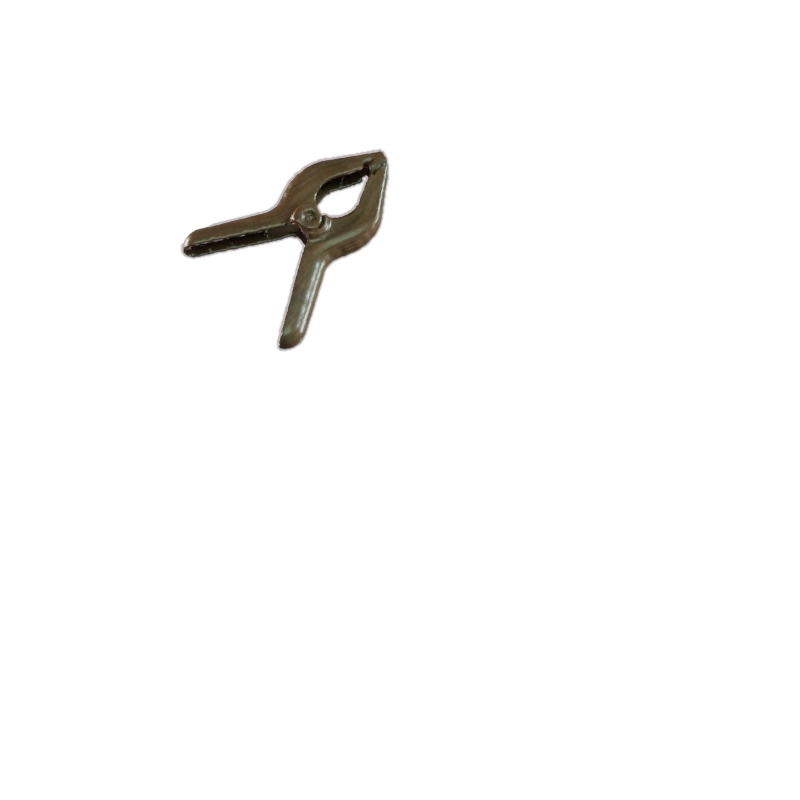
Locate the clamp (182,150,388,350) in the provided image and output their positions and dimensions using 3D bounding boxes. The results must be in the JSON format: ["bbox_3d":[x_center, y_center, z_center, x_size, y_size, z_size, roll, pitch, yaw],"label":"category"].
[{"bbox_3d":[-0.066,-0.121,0.846,0.172,0.125,0.038,-35,-13,-10],"label":"clamp"}]
